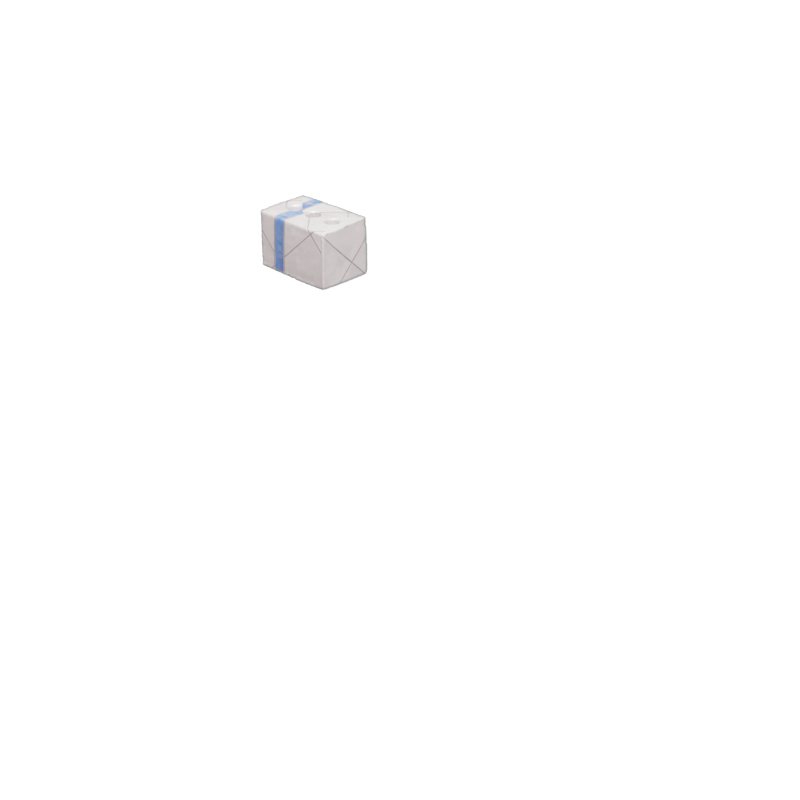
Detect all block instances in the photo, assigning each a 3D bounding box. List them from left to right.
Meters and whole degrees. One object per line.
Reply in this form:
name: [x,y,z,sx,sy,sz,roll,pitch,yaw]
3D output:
block: [-0.073,-0.133,0.931,0.083,0.049,0.052,24,35,37]
